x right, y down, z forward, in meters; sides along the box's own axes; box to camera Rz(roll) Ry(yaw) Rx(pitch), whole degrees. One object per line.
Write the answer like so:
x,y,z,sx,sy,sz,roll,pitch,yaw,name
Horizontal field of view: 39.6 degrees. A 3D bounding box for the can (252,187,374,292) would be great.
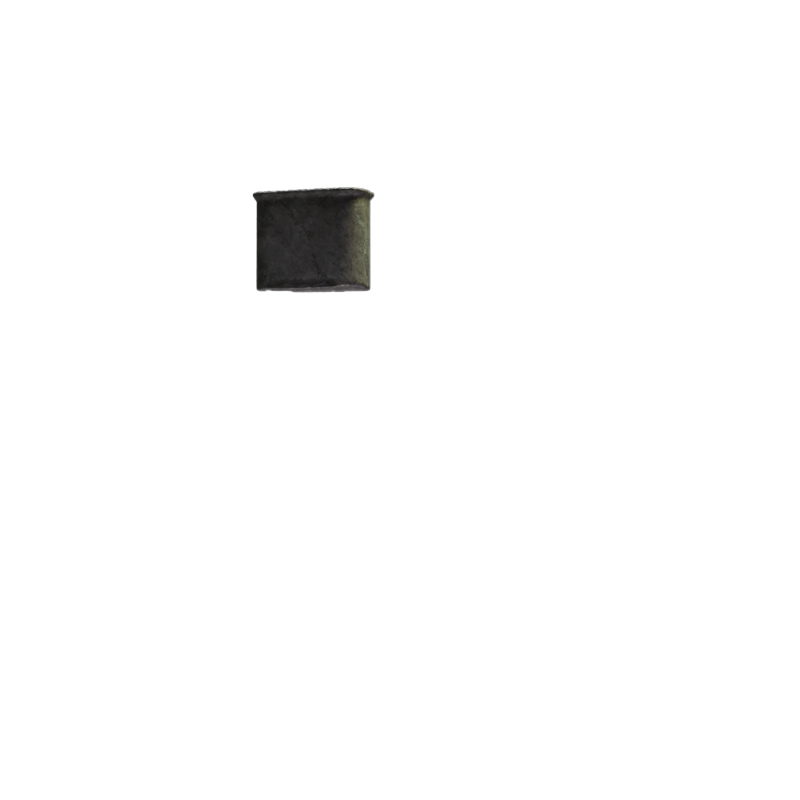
-0.074,-0.135,0.946,0.104,0.085,0.056,-1,-4,18,can
